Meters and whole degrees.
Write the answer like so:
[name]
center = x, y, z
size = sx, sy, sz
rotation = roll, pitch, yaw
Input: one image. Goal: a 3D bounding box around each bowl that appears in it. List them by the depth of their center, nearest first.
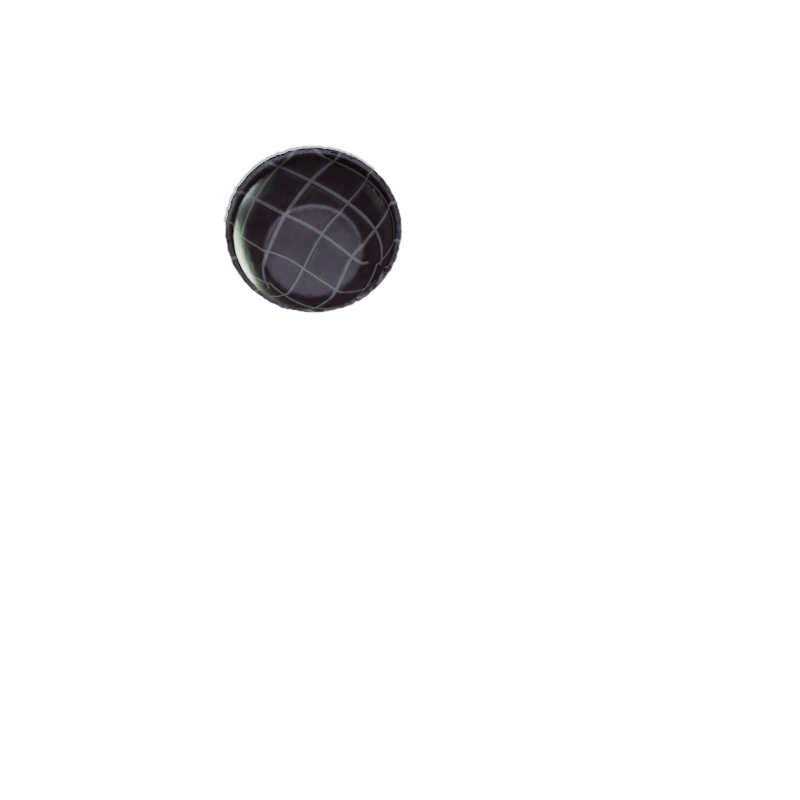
[bowl]
center = -0.077, -0.141, 0.990
size = 0.162, 0.154, 0.058
rotation = 1, 22, -1
